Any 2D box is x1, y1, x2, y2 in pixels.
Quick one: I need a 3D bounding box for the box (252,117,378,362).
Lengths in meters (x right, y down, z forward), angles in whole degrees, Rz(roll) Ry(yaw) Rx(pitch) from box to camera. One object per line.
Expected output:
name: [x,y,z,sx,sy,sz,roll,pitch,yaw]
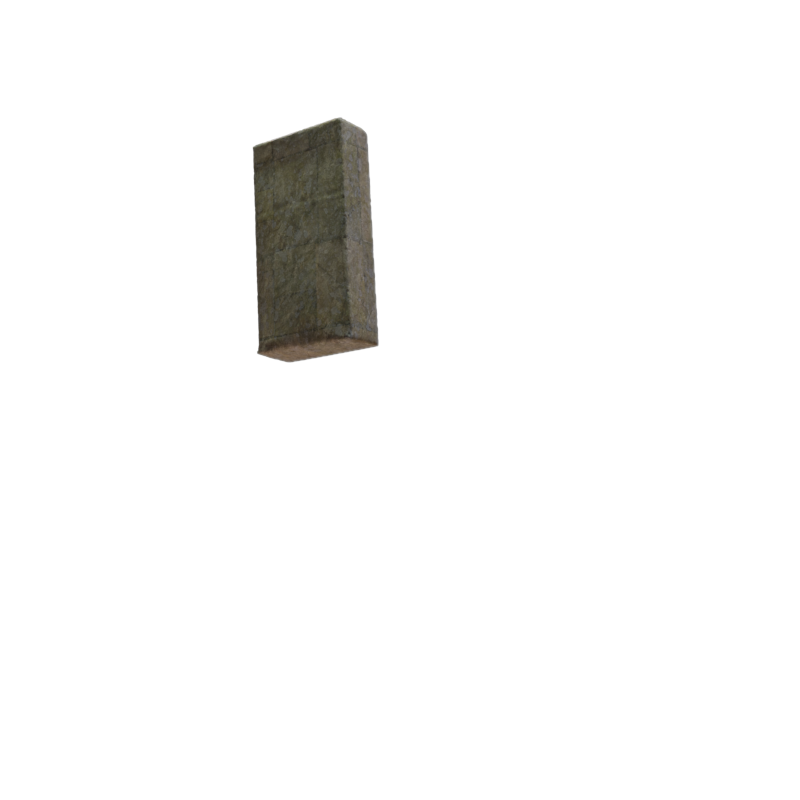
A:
box: [-0.068,-0.124,0.869,0.095,0.184,0.045,-12,-20,34]
